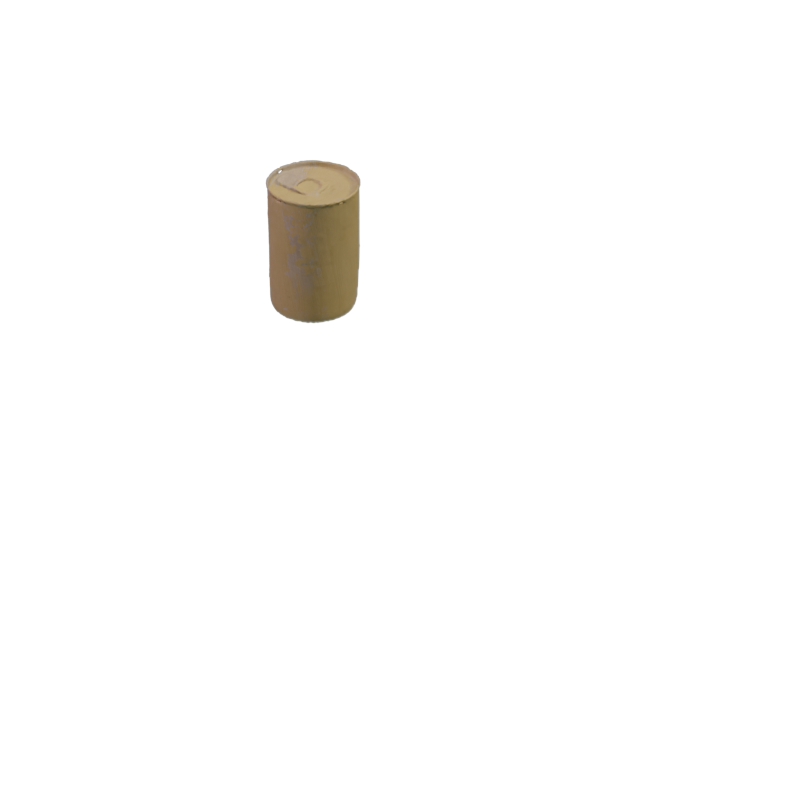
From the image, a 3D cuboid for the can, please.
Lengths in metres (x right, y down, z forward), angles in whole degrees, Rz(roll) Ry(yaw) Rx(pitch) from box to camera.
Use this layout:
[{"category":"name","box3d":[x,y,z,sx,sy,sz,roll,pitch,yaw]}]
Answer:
[{"category":"can","box3d":[-0.064,-0.117,0.819,0.068,0.096,0.073,0,35,-3]}]
